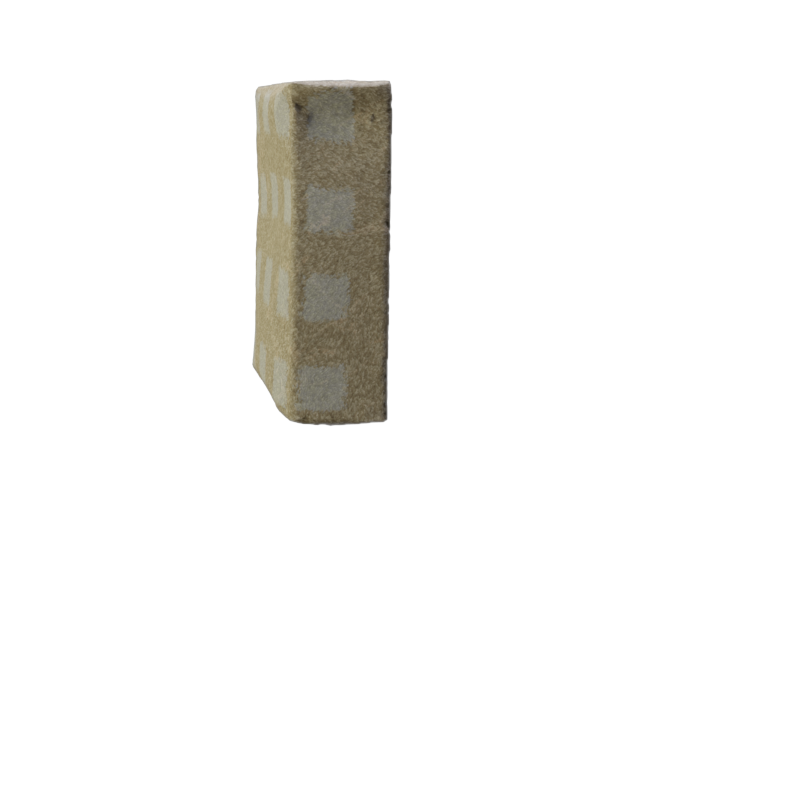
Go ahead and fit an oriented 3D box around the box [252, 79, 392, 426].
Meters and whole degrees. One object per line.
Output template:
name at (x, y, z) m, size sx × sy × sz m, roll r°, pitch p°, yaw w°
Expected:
box at (-0.059, -0.107, 0.750) m, size 0.071 × 0.210 × 0.170 m, roll -1°, pitch 10°, yaw -14°
